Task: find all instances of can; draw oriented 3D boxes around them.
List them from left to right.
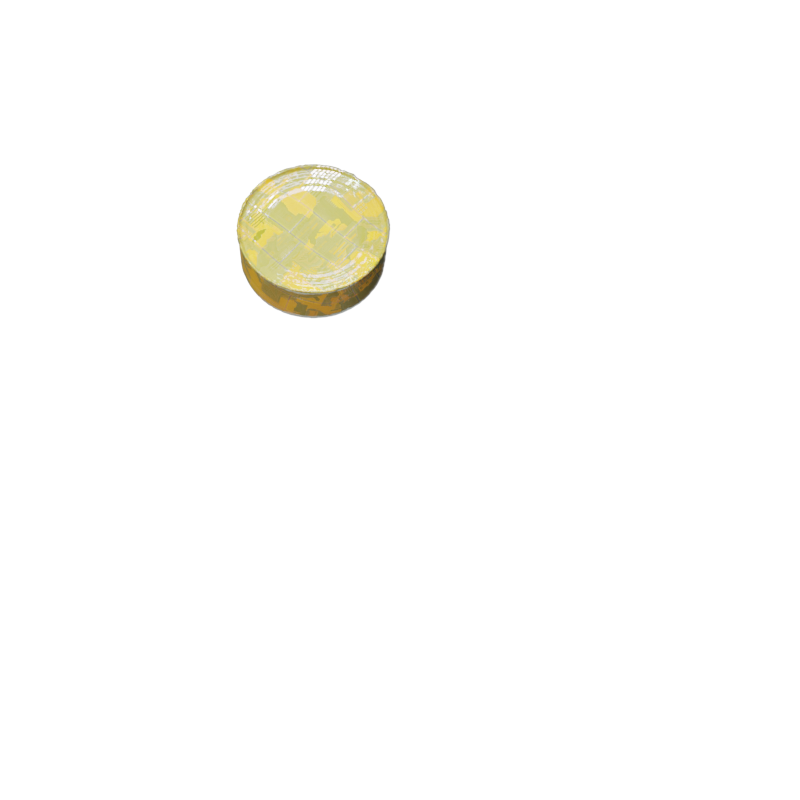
[{"bbox_3d":[-0.050,-0.090,0.634,0.086,0.091,0.031,-1,-30,-1],"label":"can"}]
